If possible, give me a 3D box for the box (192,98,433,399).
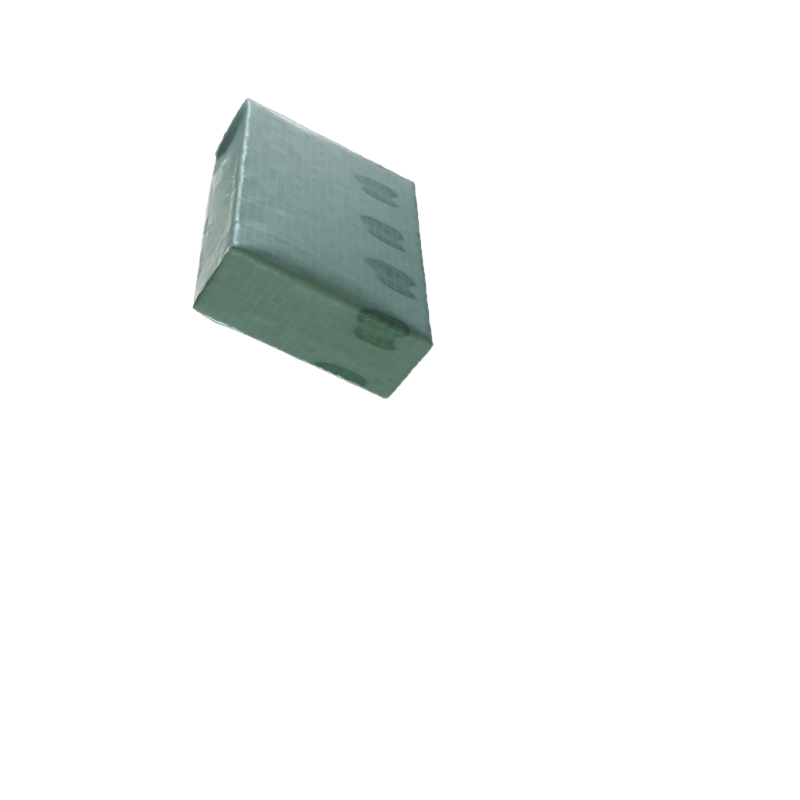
[{"bbox_3d":[-0.066,-0.121,0.848,0.158,0.070,0.229,23,35,-20],"label":"box"}]
